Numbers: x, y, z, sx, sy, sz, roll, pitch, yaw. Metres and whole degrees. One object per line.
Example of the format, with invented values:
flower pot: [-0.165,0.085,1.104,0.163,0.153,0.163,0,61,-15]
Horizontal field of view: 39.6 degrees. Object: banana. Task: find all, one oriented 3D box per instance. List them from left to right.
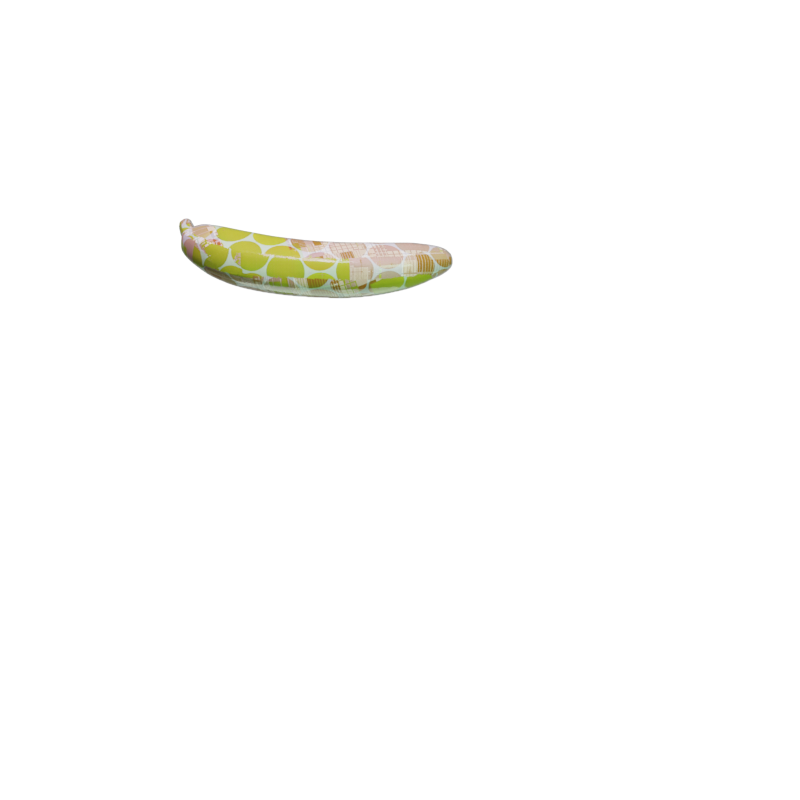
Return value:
banana: [-0.067,-0.097,0.744,0.202,0.034,0.073,10,40,12]
